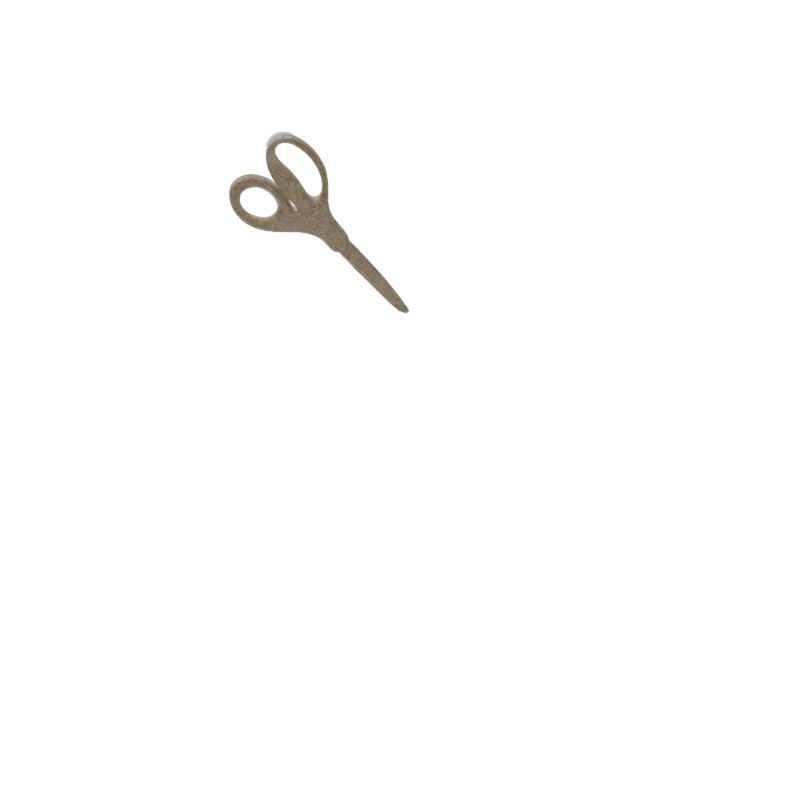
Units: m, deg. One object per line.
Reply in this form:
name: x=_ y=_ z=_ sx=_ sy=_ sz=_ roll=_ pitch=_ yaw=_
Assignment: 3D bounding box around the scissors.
scissors: x=-0.076 y=-0.138 z=0.969 sx=0.096 sy=0.190 sz=0.017 roll=-23 pitch=24 yaw=11
